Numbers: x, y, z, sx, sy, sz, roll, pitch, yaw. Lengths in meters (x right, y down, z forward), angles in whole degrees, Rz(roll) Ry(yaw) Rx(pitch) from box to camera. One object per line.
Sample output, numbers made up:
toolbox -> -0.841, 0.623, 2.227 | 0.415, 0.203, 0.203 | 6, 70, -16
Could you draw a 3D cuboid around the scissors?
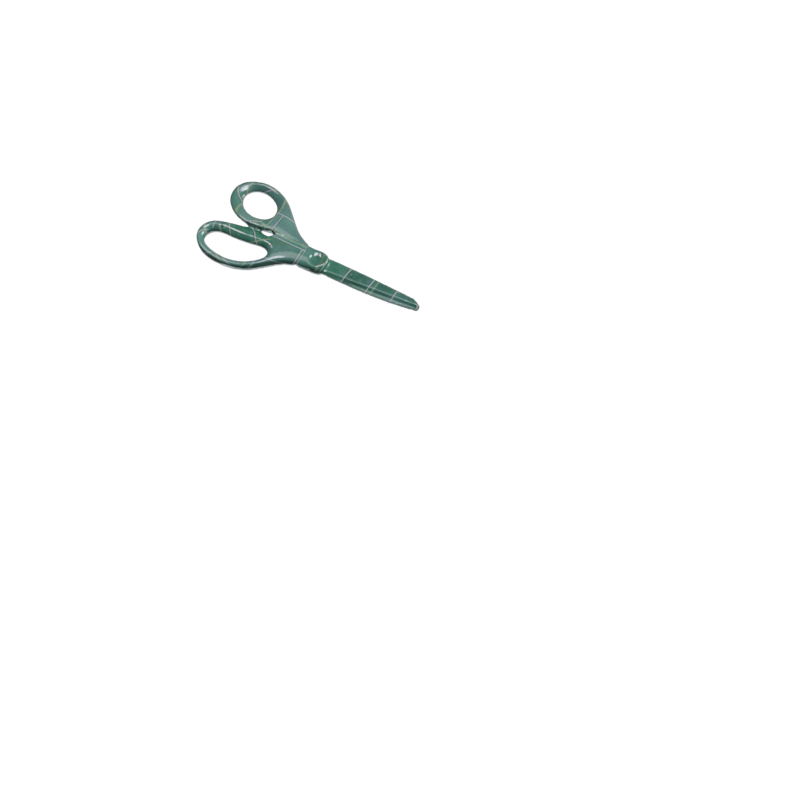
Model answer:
scissors -> -0.076, -0.138, 0.969 | 0.204, 0.101, 0.015 | 10, -27, 5
